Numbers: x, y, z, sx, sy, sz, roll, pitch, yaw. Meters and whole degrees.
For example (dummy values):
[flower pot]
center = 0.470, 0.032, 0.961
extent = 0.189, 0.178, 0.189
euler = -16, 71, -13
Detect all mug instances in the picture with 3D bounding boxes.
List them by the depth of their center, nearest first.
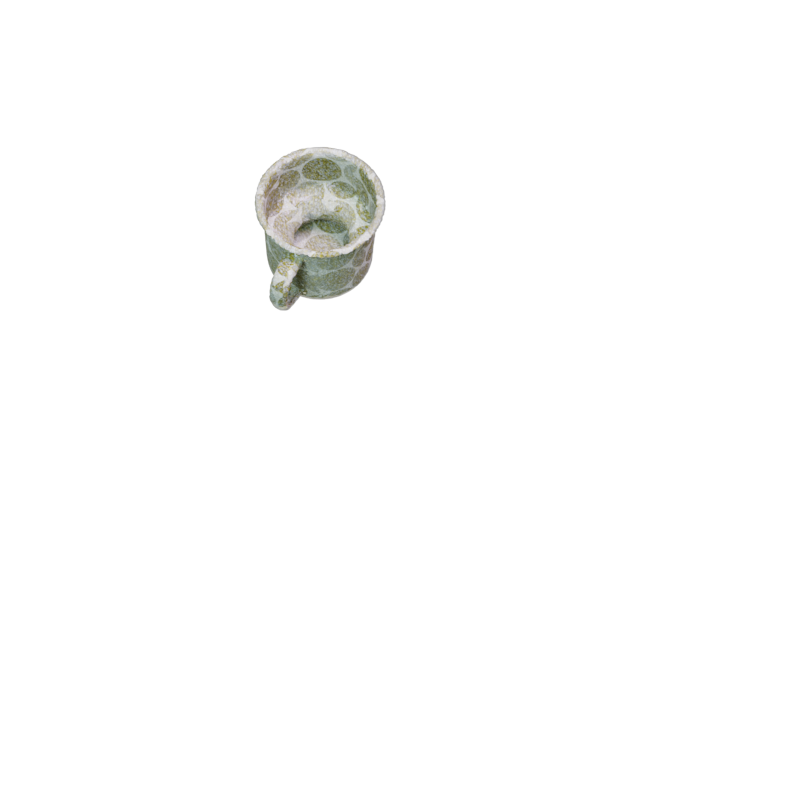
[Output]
[mug]
center = -0.064, -0.116, 0.815
extent = 0.095, 0.122, 0.077
euler = 20, -26, 8
